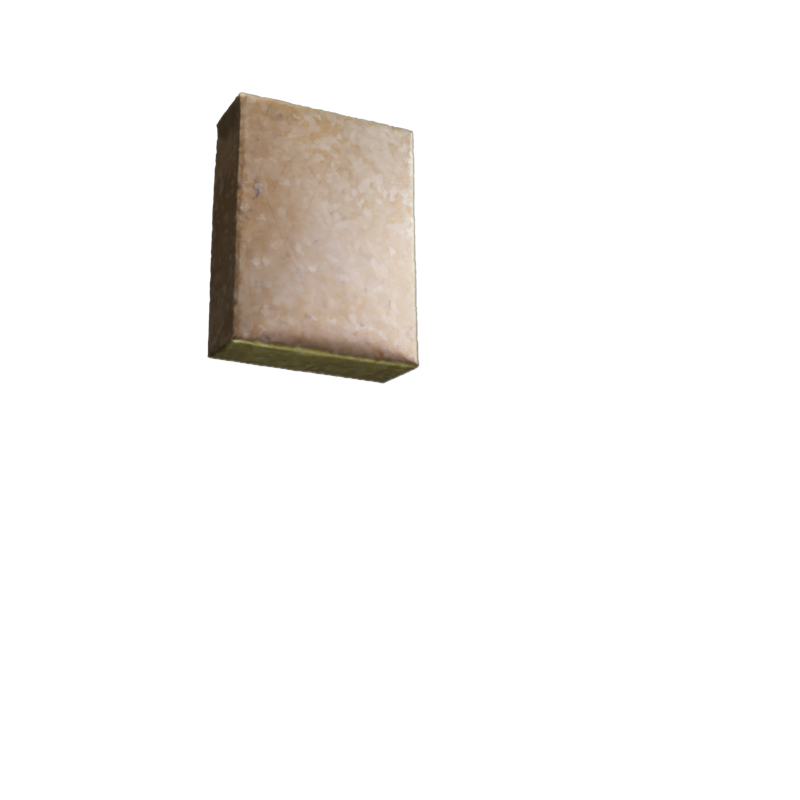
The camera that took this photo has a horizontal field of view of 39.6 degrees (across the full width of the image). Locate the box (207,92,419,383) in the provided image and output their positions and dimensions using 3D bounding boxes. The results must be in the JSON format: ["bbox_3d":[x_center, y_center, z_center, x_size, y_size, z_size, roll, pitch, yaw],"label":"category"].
[{"bbox_3d":[-0.072,-0.131,0.918,0.158,0.224,0.071,8,-22,-25],"label":"box"}]
